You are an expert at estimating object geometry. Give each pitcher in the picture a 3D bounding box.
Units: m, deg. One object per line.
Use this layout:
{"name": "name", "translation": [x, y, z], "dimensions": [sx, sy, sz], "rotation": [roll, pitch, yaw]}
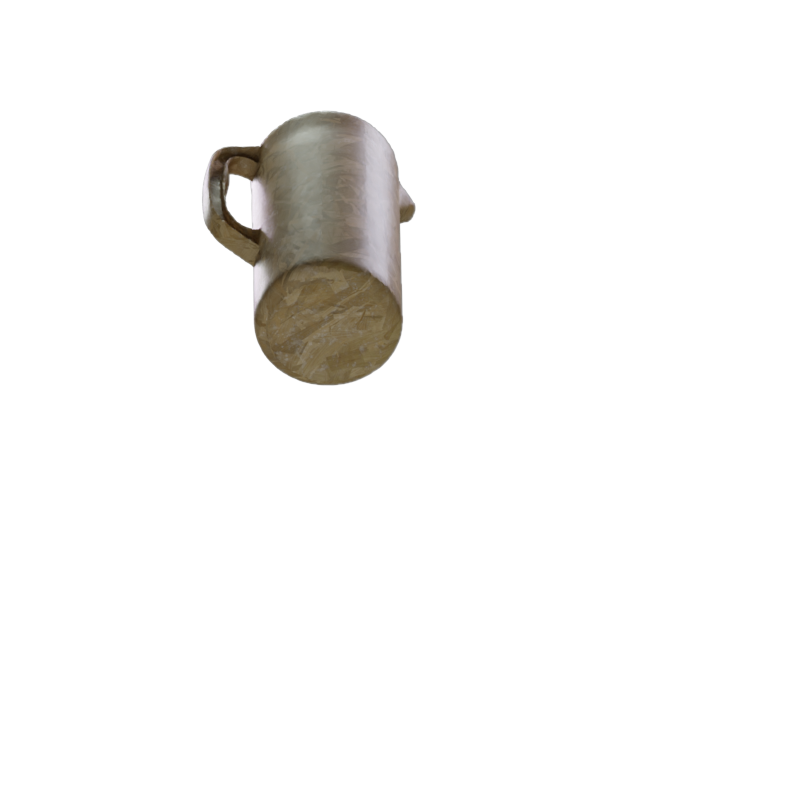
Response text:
{"name": "pitcher", "translation": [-0.070, -0.127, 0.891], "dimensions": [0.150, 0.135, 0.260], "rotation": [-21, 34, 12]}
